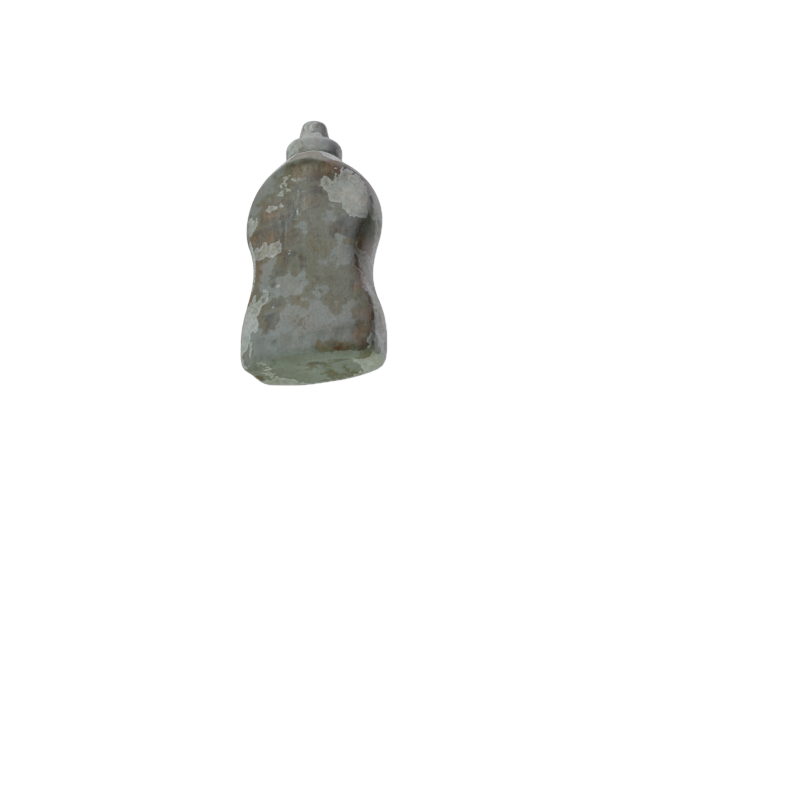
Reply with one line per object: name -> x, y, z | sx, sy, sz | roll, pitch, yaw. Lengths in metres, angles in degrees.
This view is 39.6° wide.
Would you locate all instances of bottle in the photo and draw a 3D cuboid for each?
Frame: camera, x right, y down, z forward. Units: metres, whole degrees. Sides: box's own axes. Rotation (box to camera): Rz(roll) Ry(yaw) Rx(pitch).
bottle -> -0.060, -0.110, 0.771 | 0.097, 0.203, 0.054 | -11, -27, 20
